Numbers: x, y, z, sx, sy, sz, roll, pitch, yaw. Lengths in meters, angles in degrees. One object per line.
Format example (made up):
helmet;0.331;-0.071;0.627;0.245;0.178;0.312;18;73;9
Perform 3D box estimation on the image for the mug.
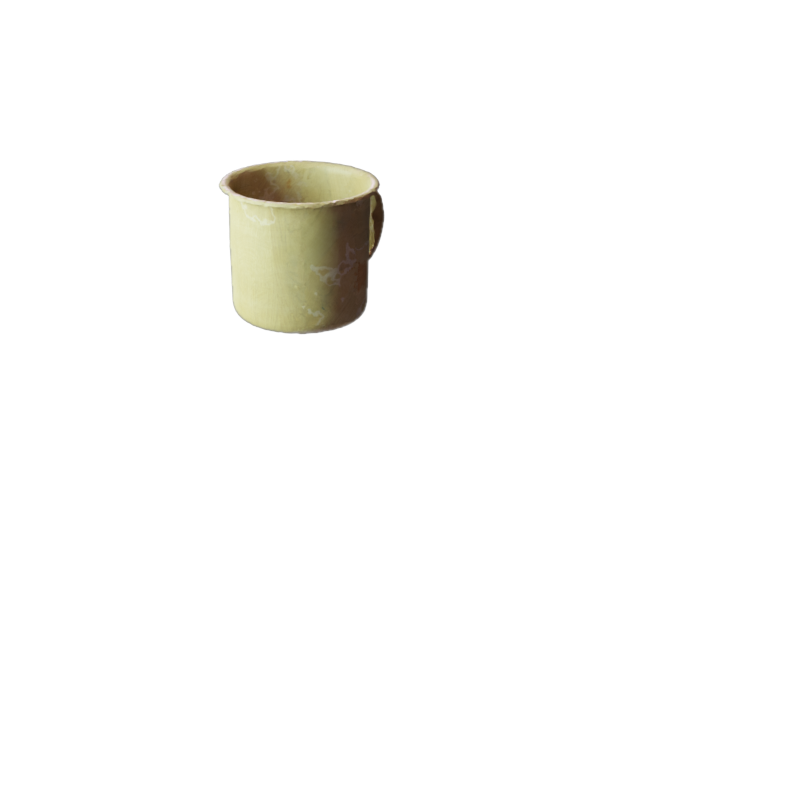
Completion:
mug;-0.052;-0.095;0.665;0.099;0.078;0.116;19;30;35
